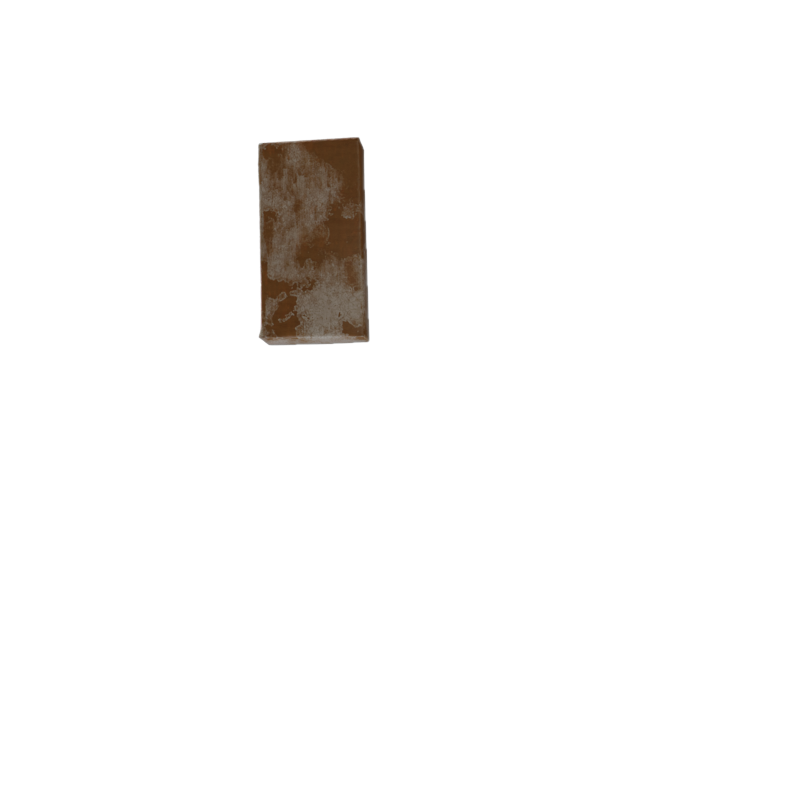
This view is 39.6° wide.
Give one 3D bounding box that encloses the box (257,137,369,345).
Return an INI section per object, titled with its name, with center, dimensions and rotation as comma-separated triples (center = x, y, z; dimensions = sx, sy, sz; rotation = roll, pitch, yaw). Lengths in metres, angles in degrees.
[box]
center = -0.076, -0.138, 0.970
dimensions = 0.094, 0.182, 0.046
rotation = -2, -13, 7
